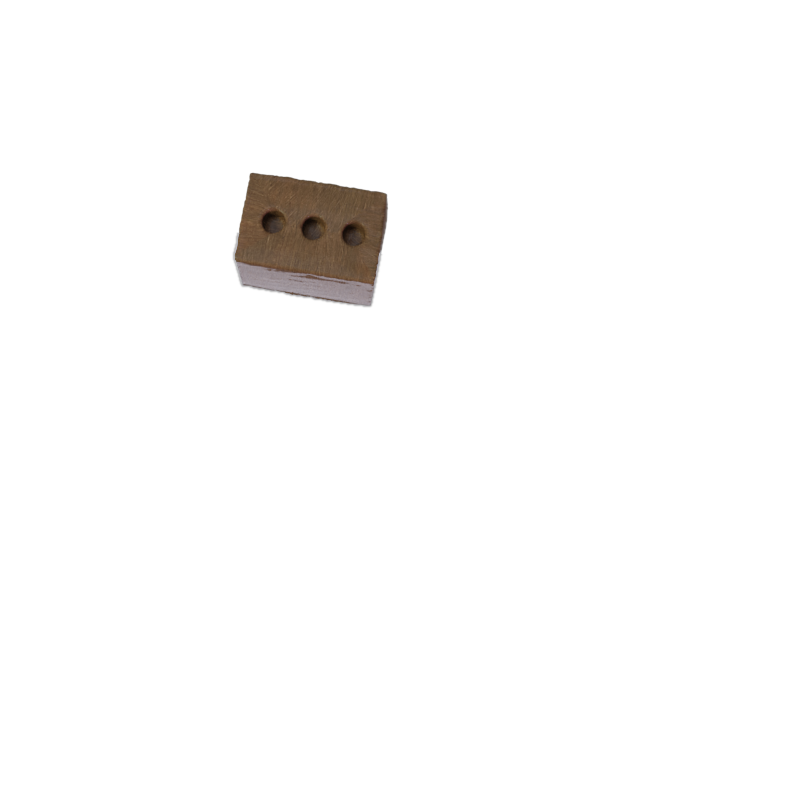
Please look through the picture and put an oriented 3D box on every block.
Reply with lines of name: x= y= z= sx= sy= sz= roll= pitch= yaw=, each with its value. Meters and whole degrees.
block: x=-0.048 y=-0.088 z=0.614 sx=0.078 sy=0.055 sz=0.049 roll=9 pitch=-15 yaw=1
